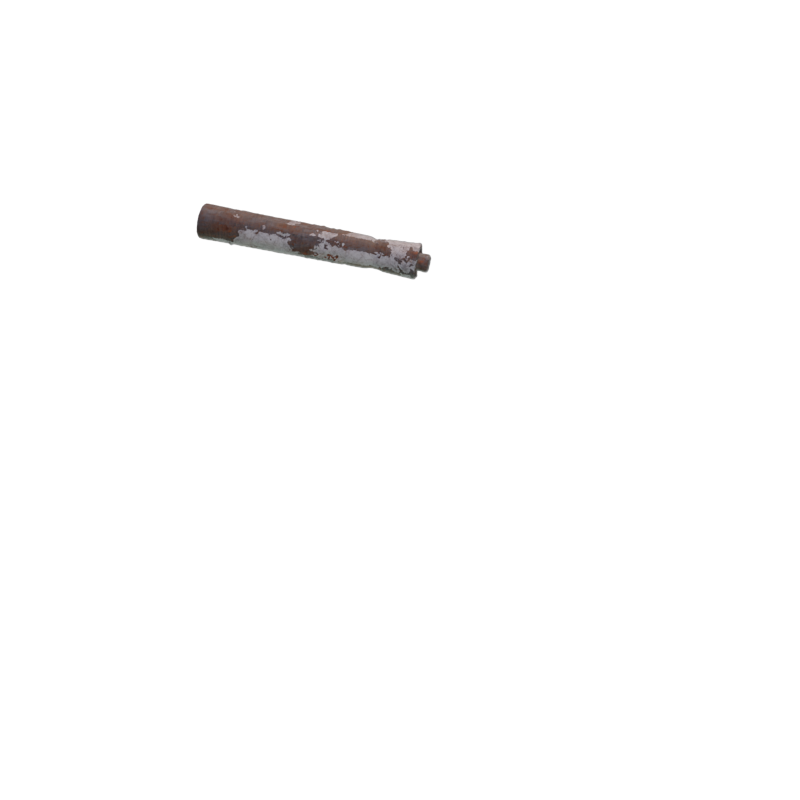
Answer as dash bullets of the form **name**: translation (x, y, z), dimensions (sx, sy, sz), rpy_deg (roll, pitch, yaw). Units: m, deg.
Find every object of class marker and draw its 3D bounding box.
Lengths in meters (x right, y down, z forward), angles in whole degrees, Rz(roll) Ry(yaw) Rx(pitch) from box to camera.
- **marker**: translation (-0.044, -0.081, 0.568), dimensions (0.123, 0.020, 0.020), rpy_deg (12, 6, 11)
